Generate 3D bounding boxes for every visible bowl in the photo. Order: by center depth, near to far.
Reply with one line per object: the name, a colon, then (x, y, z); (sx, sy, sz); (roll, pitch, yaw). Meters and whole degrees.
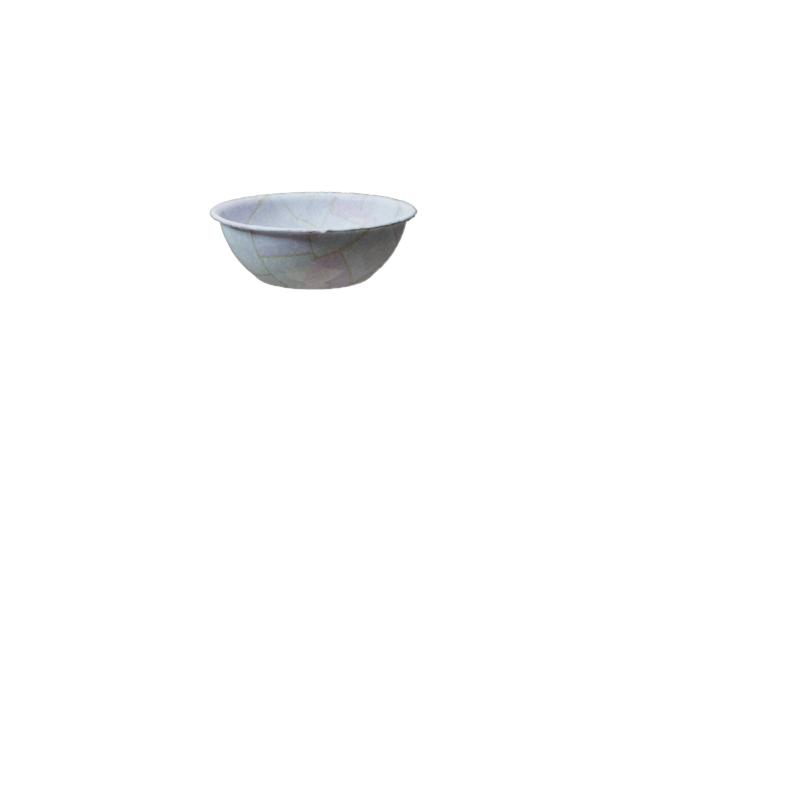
bowl: (-0.068, -0.124, 0.870); (0.162, 0.053, 0.169); (-1, 19, -2)
